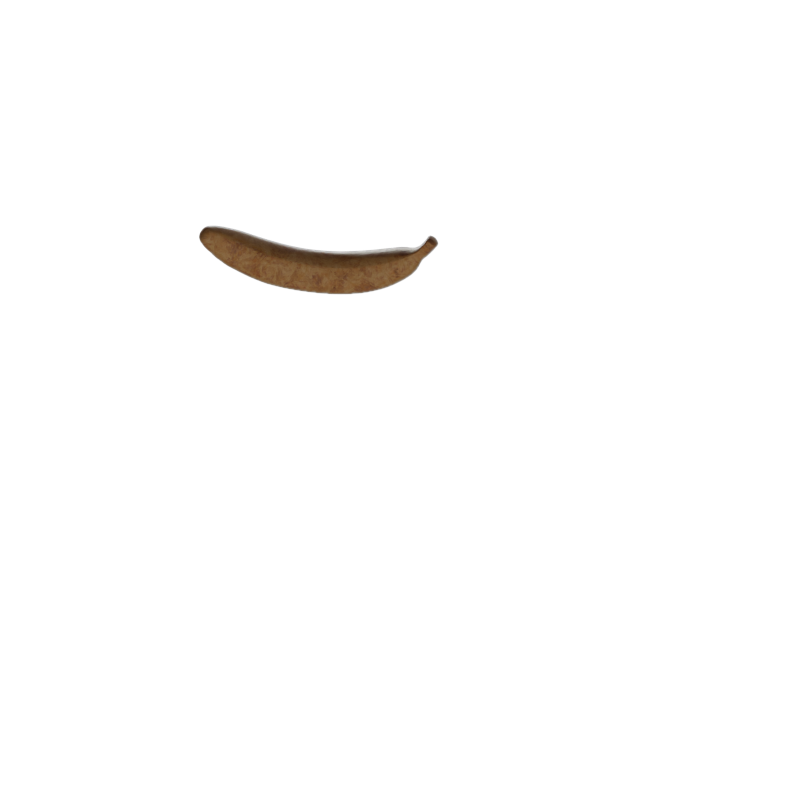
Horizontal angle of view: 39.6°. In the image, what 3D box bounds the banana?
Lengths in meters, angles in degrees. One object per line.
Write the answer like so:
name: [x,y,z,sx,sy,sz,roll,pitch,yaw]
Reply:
banana: [-0.070,-0.120,0.943,0.197,0.065,0.039,1,42,-1]
